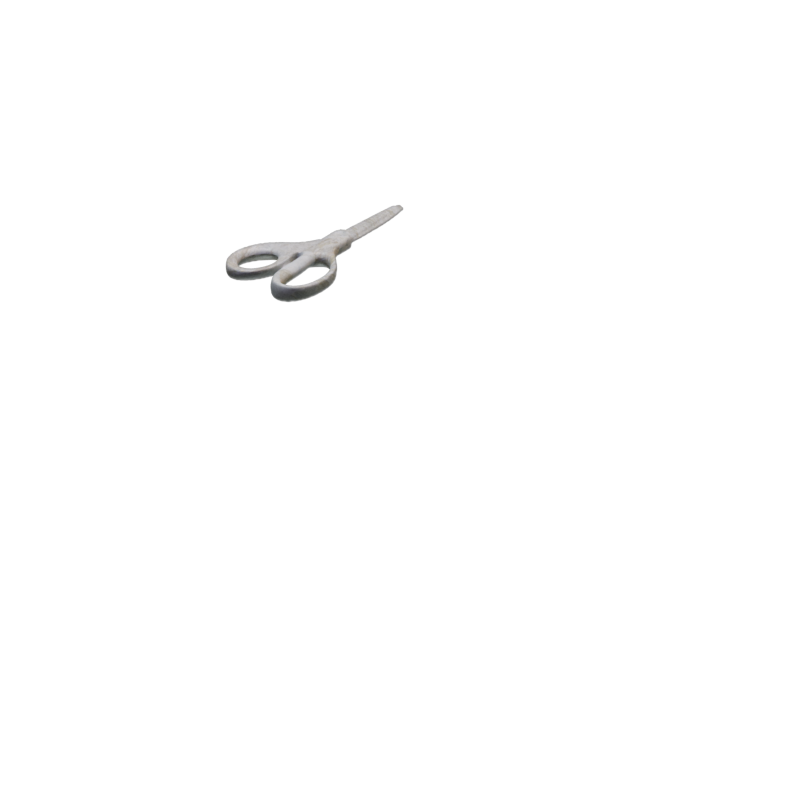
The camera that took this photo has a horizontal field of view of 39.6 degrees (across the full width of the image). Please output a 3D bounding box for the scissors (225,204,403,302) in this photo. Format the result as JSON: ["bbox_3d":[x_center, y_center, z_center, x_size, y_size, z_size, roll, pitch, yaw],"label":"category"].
[{"bbox_3d":[-0.070,-0.129,0.900,0.099,0.015,0.208,8,30,14],"label":"scissors"}]
